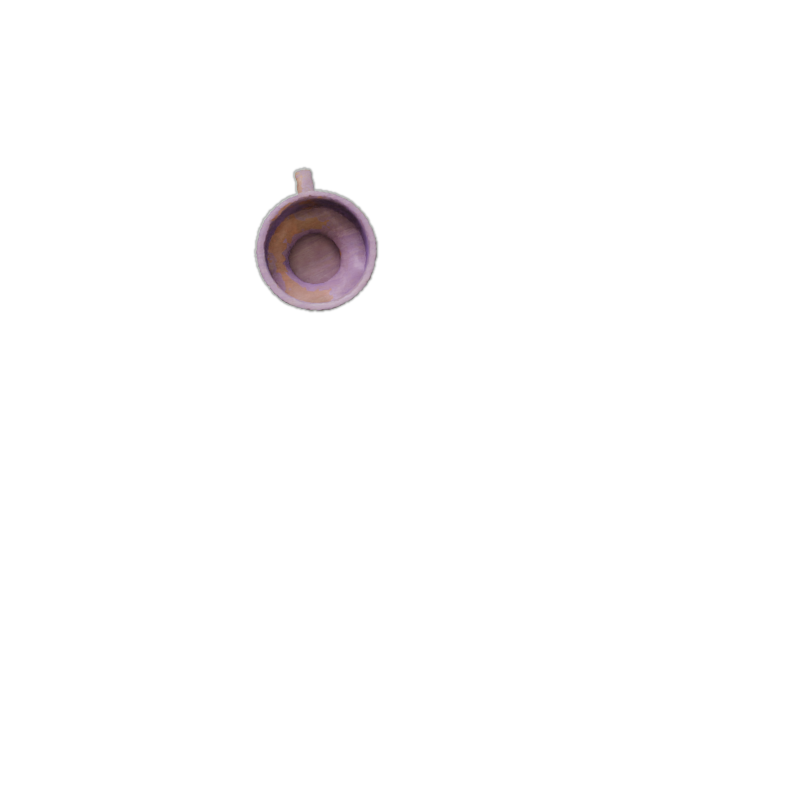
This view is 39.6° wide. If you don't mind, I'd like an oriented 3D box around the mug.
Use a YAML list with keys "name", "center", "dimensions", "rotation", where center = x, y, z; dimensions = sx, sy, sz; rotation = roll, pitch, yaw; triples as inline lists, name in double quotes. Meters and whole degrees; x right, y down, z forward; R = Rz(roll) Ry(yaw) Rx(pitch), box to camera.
- name: "mug"
  center: [-0.069, -0.127, 0.886]
  dimensions: [0.093, 0.119, 0.081]
  rotation: [-12, -4, -3]
